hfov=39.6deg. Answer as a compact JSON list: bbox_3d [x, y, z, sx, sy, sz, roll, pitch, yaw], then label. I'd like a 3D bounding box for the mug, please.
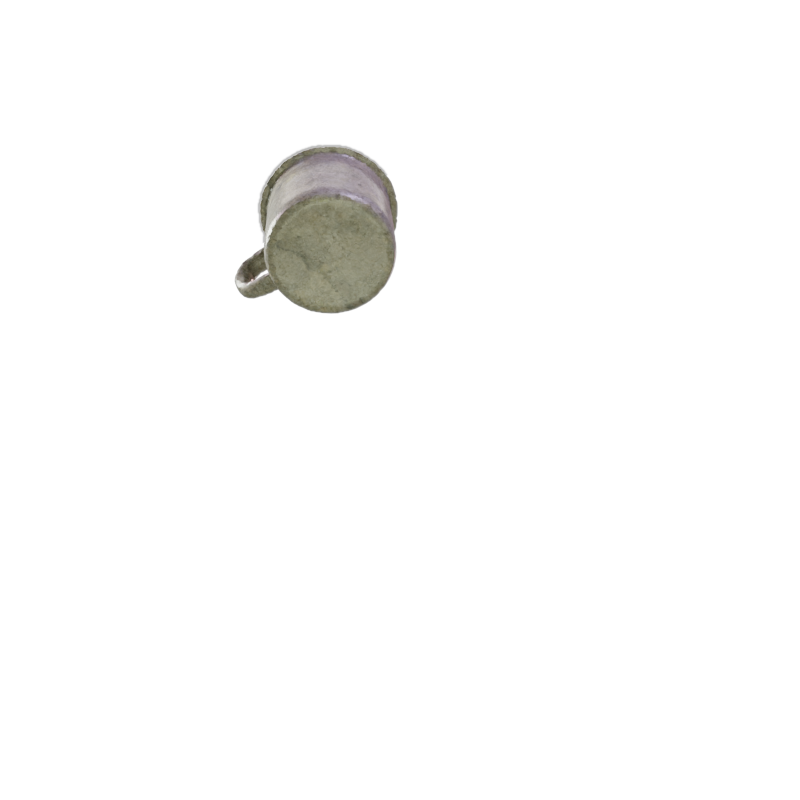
[{"bbox_3d":[-0.056,-0.101,0.710,0.117,0.089,0.086,-27,22,10],"label":"mug"}]
